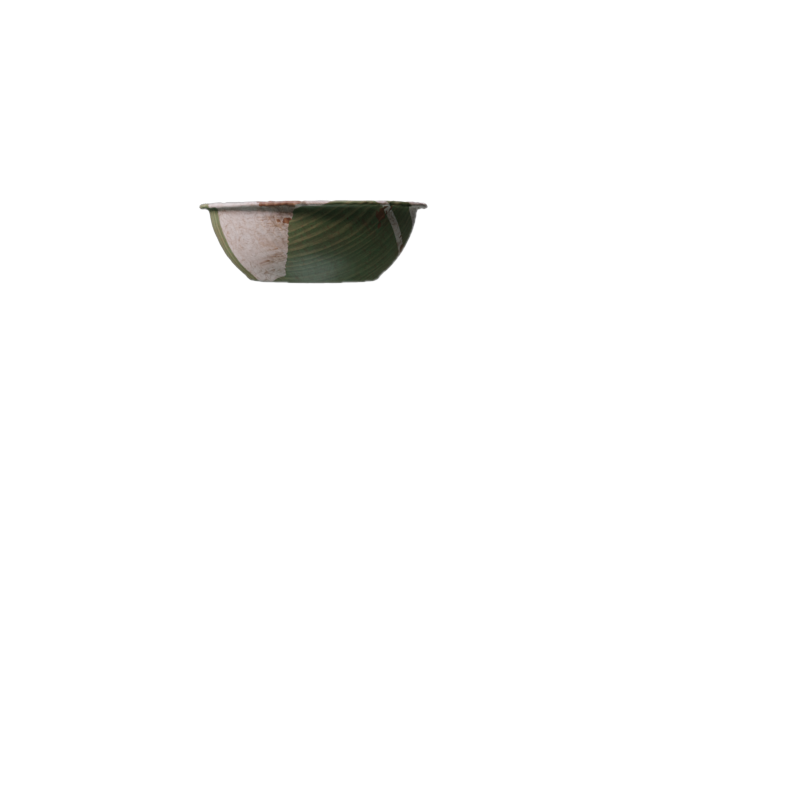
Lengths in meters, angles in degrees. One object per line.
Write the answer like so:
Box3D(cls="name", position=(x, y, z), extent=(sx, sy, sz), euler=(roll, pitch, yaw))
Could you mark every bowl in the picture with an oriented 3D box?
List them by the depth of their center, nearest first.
Box3D(cls="bowl", position=(-0.062, -0.112, 0.787), extent=(0.162, 0.054, 0.164), euler=(0, 8, -2))
